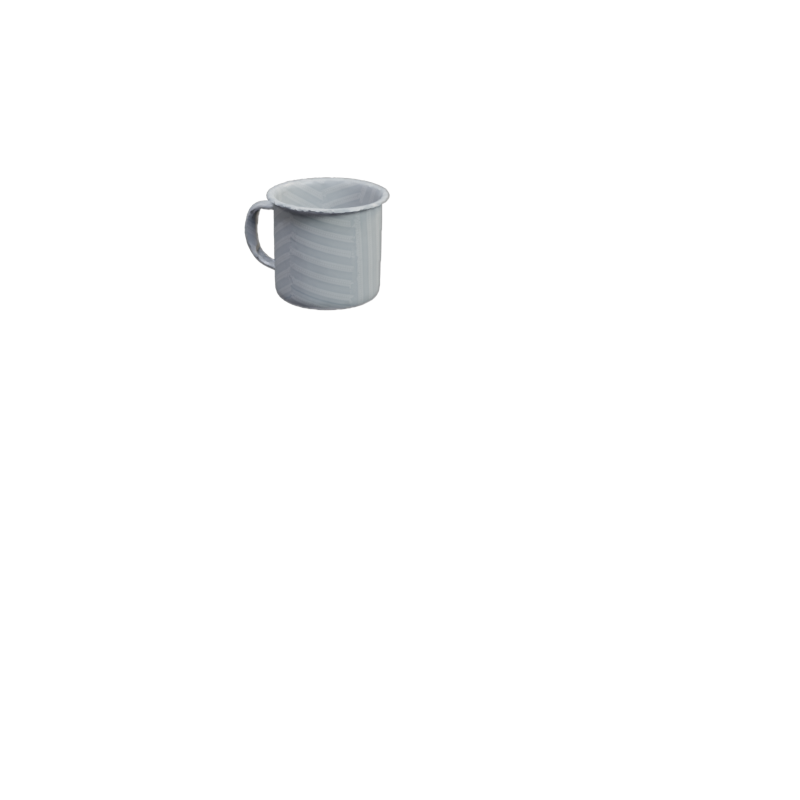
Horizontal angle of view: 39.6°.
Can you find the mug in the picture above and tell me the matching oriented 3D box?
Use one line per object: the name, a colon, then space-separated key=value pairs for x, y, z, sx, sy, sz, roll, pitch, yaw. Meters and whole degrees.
mug: x=-0.067 y=-0.121 z=0.850 sx=0.121 sy=0.078 sz=0.095 roll=9 pitch=24 yaw=20
